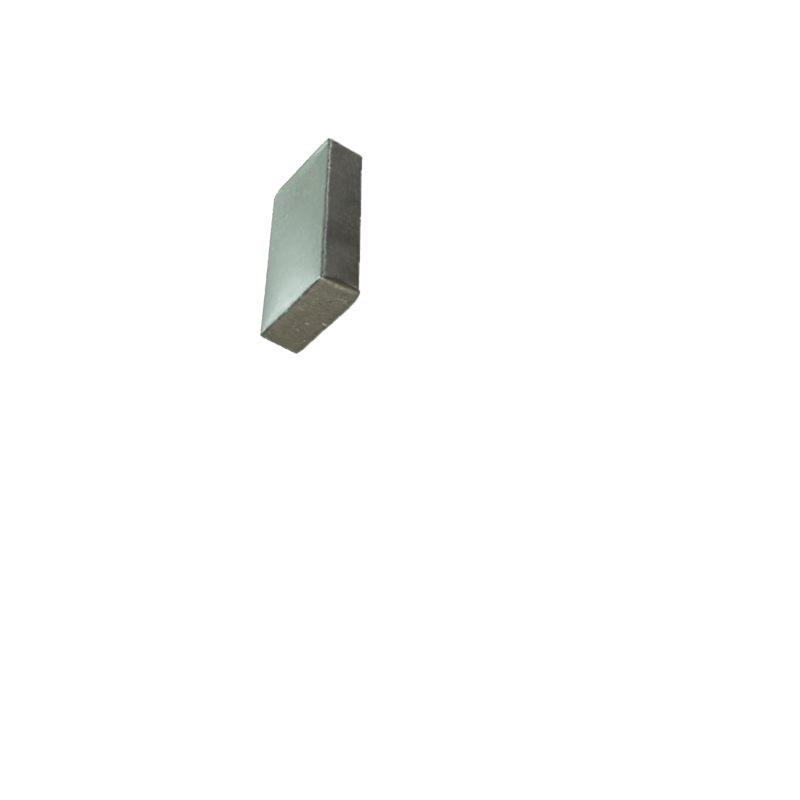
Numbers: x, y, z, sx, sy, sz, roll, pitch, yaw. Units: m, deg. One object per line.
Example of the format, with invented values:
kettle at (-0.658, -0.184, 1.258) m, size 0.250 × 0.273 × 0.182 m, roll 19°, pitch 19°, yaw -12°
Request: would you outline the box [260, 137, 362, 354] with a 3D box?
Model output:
box at (-0.076, -0.137, 0.963) m, size 0.045 × 0.189 × 0.092 m, roll 26°, pitch -49°, yaw -30°
